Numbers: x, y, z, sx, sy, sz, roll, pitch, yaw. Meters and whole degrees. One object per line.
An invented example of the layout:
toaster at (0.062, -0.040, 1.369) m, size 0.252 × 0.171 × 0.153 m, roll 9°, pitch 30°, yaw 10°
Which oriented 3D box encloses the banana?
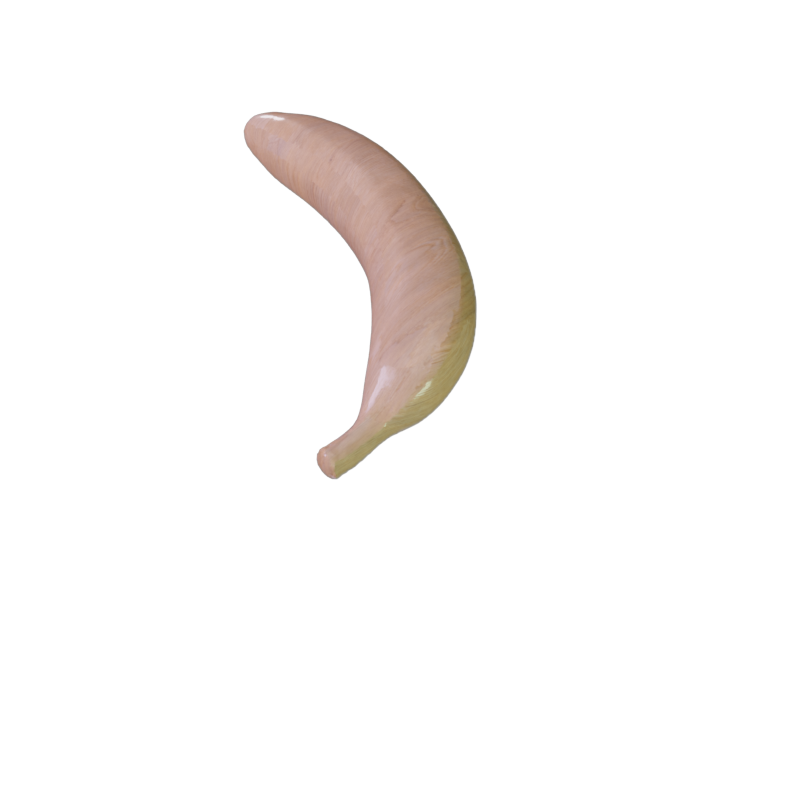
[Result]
banana at (-0.014, -0.060, 0.421) m, size 0.069 × 0.034 × 0.214 m, roll -8°, pitch 44°, yaw -9°
